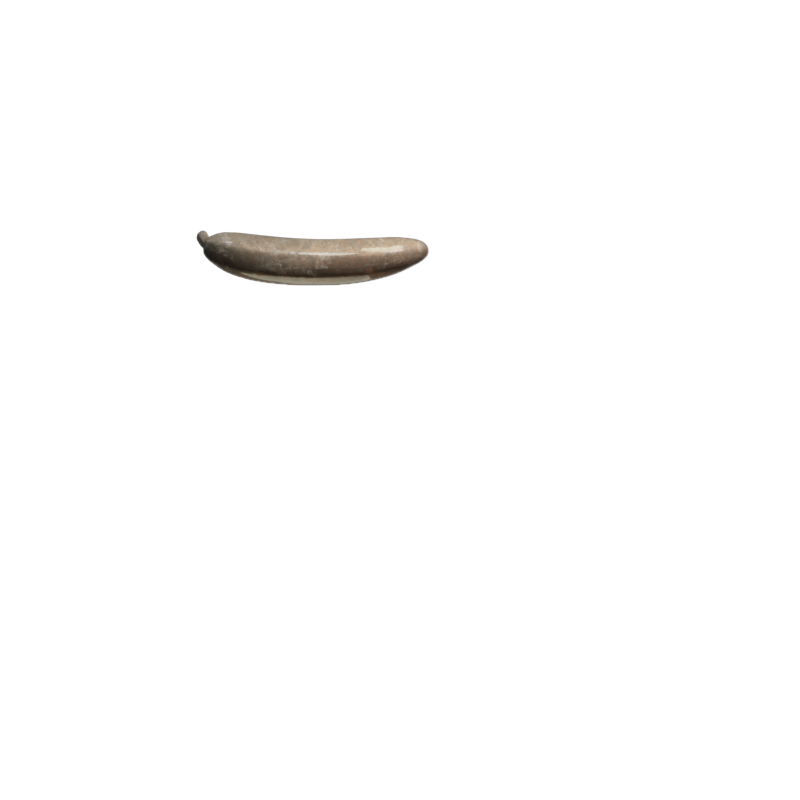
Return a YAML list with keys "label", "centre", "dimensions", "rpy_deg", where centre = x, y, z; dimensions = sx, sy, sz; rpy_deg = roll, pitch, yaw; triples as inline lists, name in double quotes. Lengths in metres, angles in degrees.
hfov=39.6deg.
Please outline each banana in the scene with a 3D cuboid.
- label: "banana"
  centre: [-0.078, -0.120, 0.904]
  dimensions: [0.200, 0.034, 0.073]
  rpy_deg: [6, 37, 7]
